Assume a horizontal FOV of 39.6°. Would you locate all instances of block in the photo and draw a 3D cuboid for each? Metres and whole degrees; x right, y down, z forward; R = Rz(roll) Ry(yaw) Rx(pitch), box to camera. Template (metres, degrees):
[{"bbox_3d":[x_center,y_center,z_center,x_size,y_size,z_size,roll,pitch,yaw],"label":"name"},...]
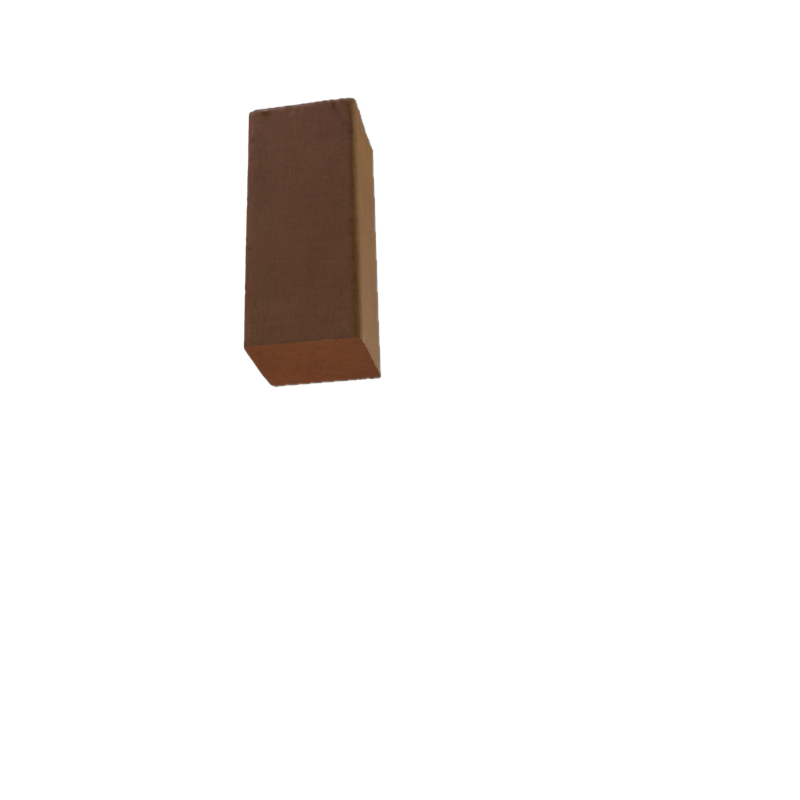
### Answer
[{"bbox_3d":[-0.069,-0.126,0.880,0.092,0.218,0.084,-6,-25,9],"label":"block"}]
